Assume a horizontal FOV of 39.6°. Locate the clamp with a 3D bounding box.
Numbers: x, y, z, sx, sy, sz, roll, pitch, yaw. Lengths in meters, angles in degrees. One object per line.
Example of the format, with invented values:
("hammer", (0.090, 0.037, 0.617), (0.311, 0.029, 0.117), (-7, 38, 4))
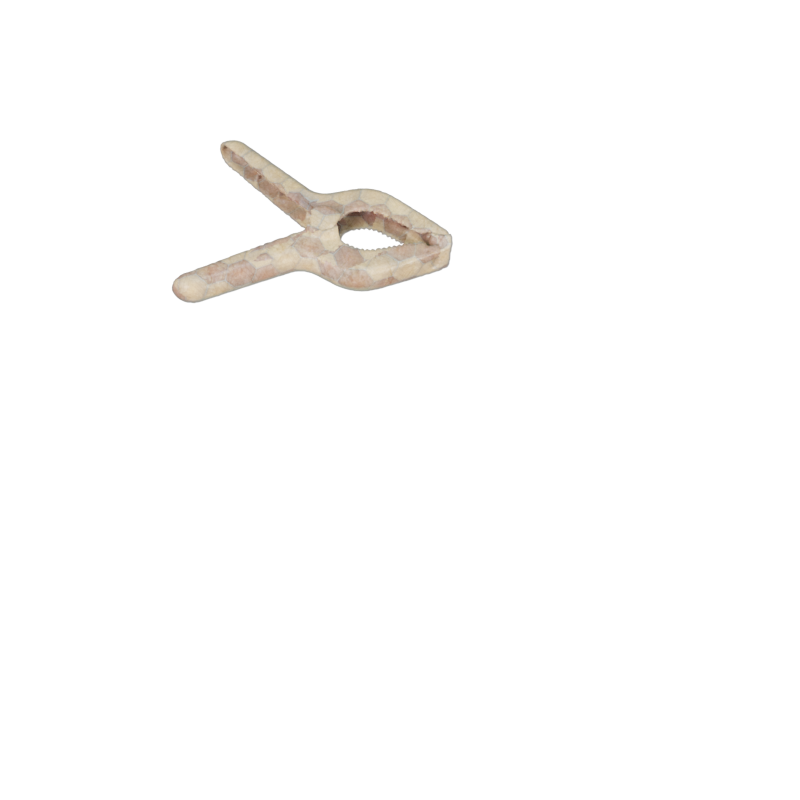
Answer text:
("clamp", (-0.068, -0.123, 0.864), (0.214, 0.173, 0.034), (13, -35, 10))
